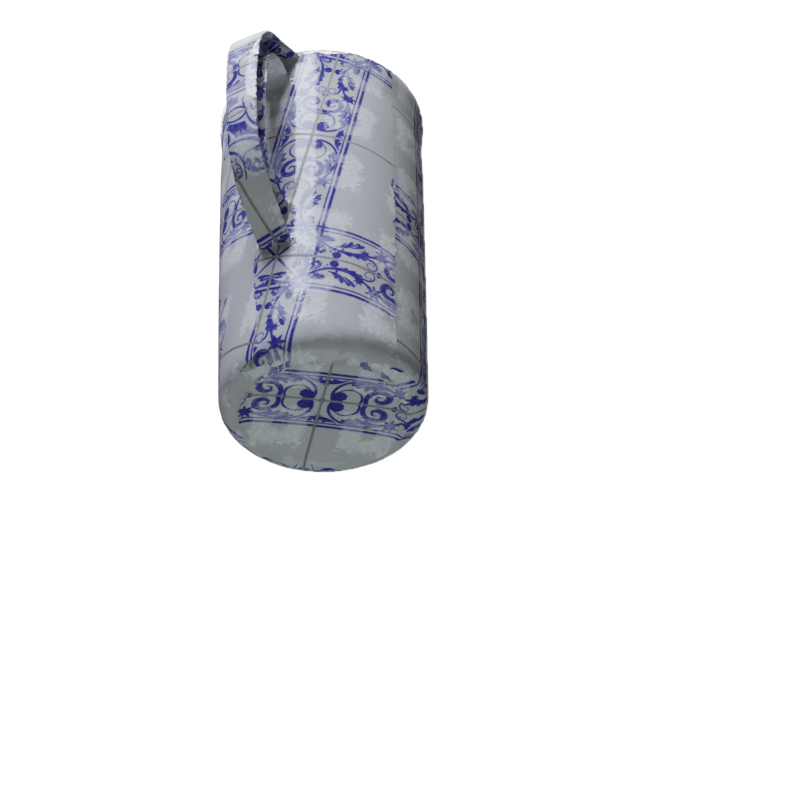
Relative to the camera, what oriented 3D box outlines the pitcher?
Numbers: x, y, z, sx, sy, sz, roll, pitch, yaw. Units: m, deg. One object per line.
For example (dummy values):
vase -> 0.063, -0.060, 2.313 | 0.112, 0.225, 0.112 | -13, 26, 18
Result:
pitcher -> -0.050, -0.092, 0.641 | 0.145, 0.261, 0.139 | 14, -46, -17
